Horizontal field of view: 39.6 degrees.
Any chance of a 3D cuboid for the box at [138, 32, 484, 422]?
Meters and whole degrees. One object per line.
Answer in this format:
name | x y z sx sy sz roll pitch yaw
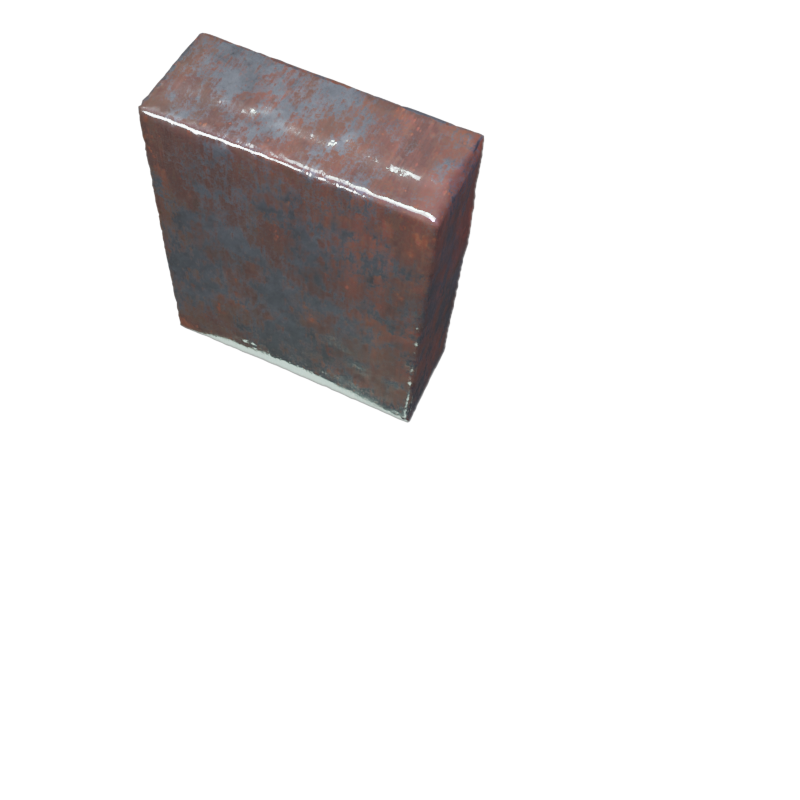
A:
box | -0.049 -0.090 0.628 0.169 0.074 0.201 24 -28 11
